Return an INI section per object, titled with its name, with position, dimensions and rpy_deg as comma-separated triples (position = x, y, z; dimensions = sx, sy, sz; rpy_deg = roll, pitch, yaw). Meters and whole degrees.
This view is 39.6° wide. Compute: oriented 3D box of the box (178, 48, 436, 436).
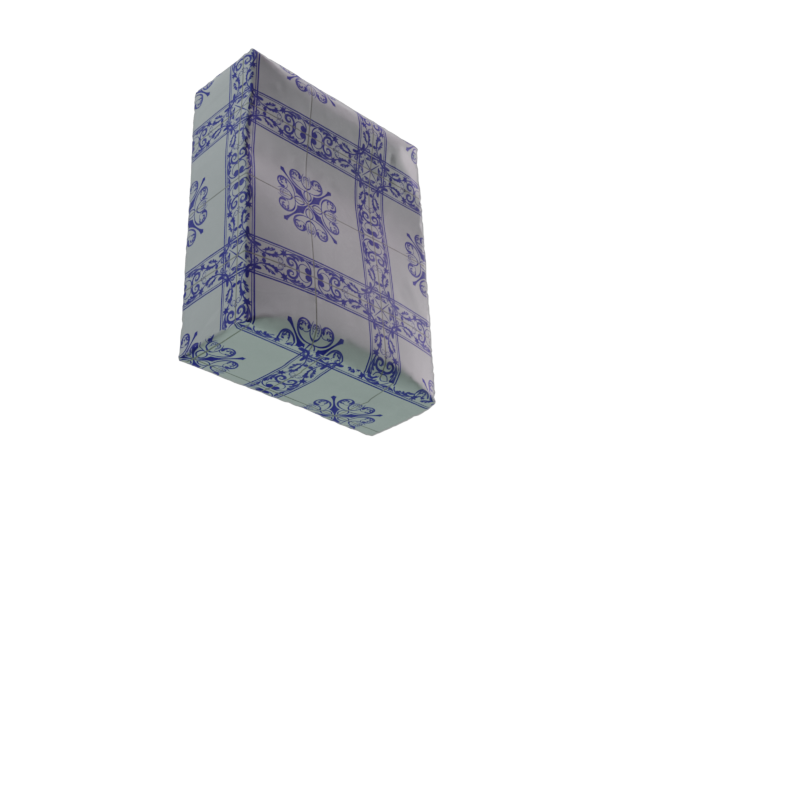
[box]
position = -0.057, -0.104, 0.732
dimensions = 0.154, 0.228, 0.072
rpy_deg = 24, -40, -37
